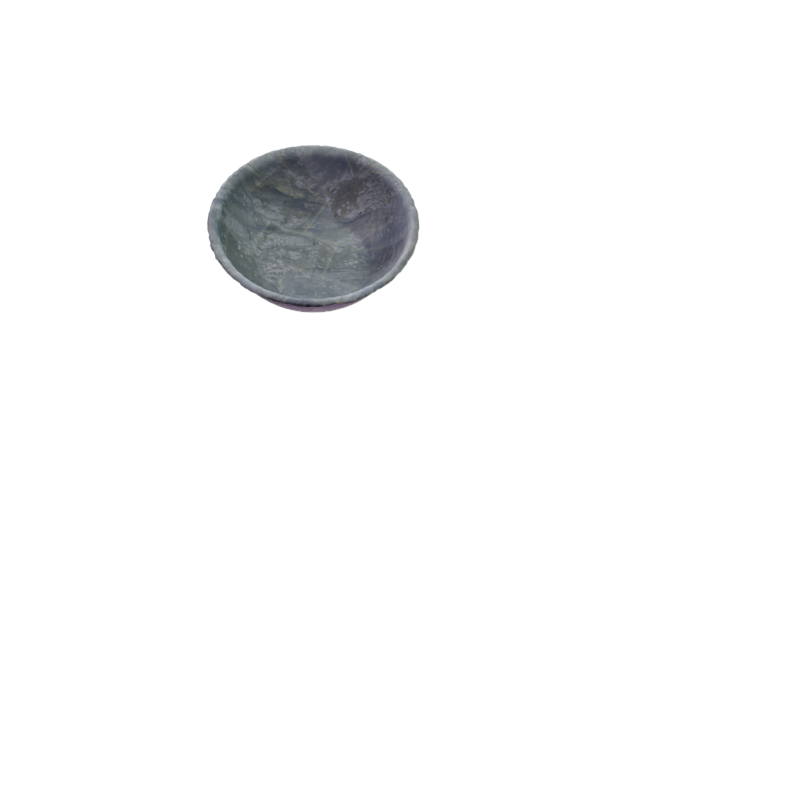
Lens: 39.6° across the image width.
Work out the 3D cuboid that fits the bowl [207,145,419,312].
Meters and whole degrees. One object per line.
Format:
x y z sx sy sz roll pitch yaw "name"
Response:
-0.068 -0.123 0.864 0.162 0.174 0.051 -1 -36 -1 "bowl"
